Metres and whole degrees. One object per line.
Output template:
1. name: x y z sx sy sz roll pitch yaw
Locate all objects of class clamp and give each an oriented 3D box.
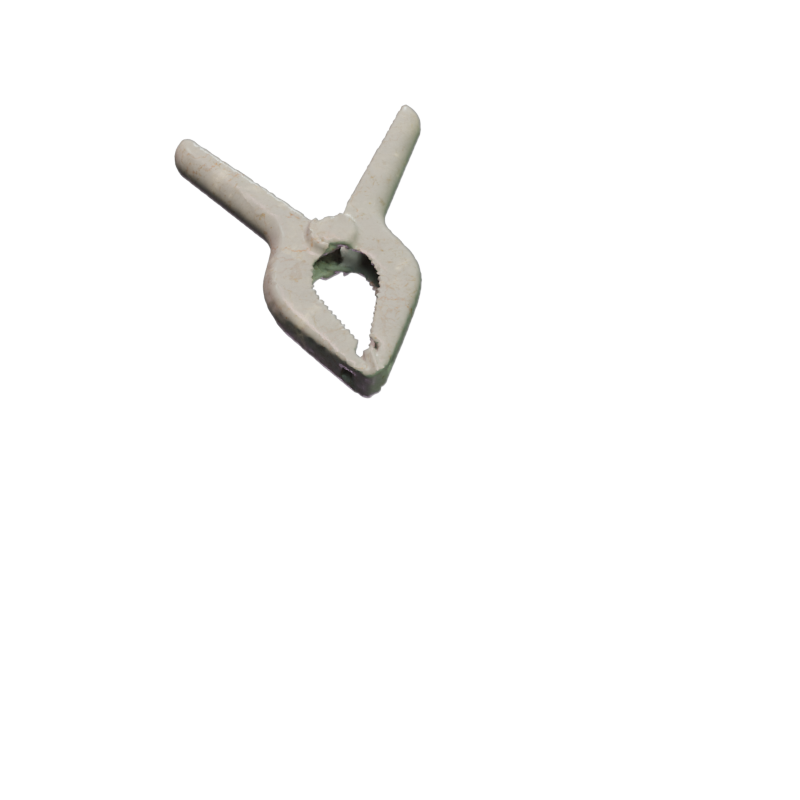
1. clamp: -0.053 -0.097 0.682 0.164 0.226 0.034 -6 -34 -5
